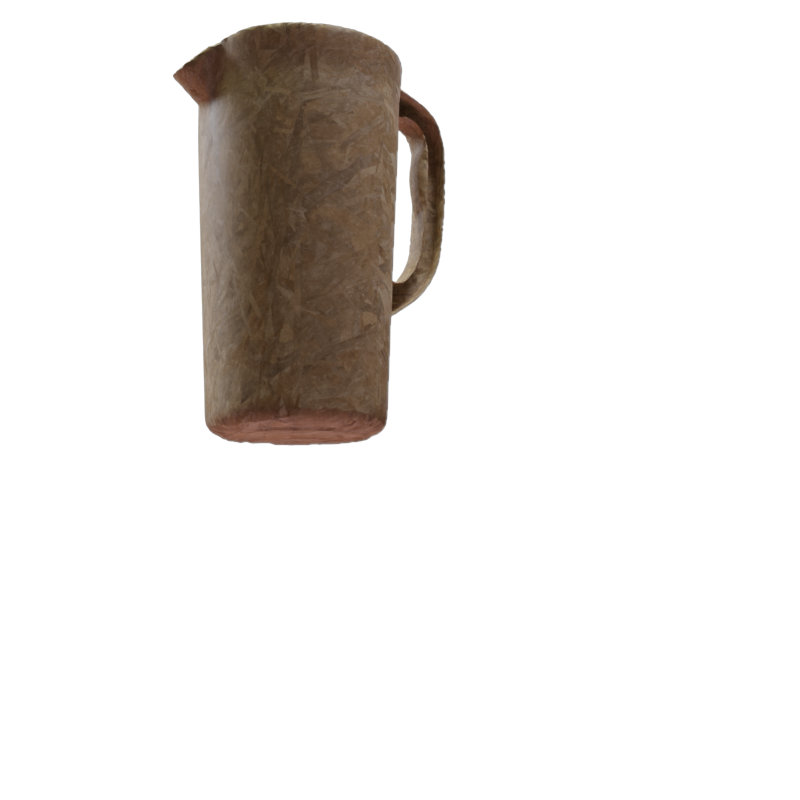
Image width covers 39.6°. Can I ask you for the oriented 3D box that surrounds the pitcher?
[{"bbox_3d":[-0.054,-0.098,0.688,0.151,0.252,0.138,-4,-14,13],"label":"pitcher"}]
